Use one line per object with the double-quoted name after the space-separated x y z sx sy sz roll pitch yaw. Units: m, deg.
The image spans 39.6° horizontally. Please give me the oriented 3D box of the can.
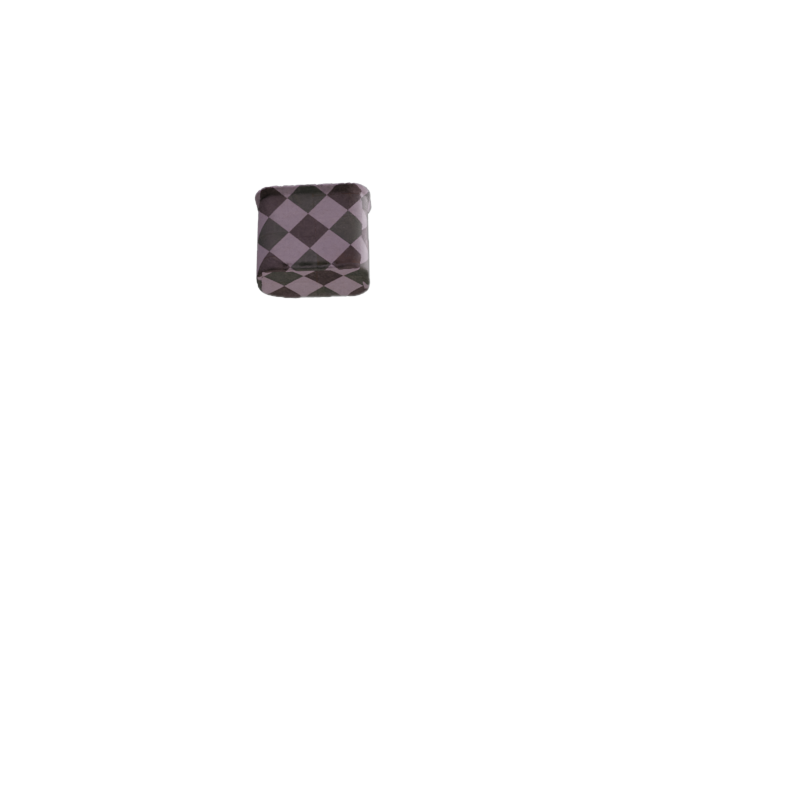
-0.075 -0.137 0.960 0.102 0.089 0.054 -2 -28 3 "can"
